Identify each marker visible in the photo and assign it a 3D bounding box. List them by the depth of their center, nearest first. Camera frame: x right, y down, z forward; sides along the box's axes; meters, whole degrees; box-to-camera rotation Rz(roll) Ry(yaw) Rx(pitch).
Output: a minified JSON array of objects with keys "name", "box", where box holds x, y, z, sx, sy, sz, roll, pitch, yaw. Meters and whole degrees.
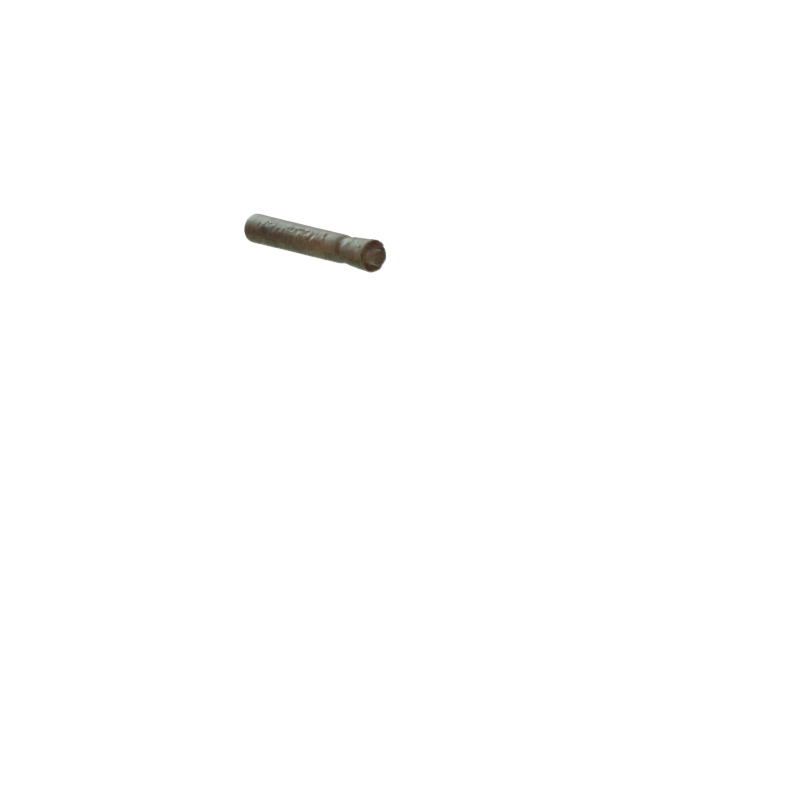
[{"name":"marker","box":[-0.051,-0.094,0.658,0.019,0.019,0.128,-3,16,-40]}]
